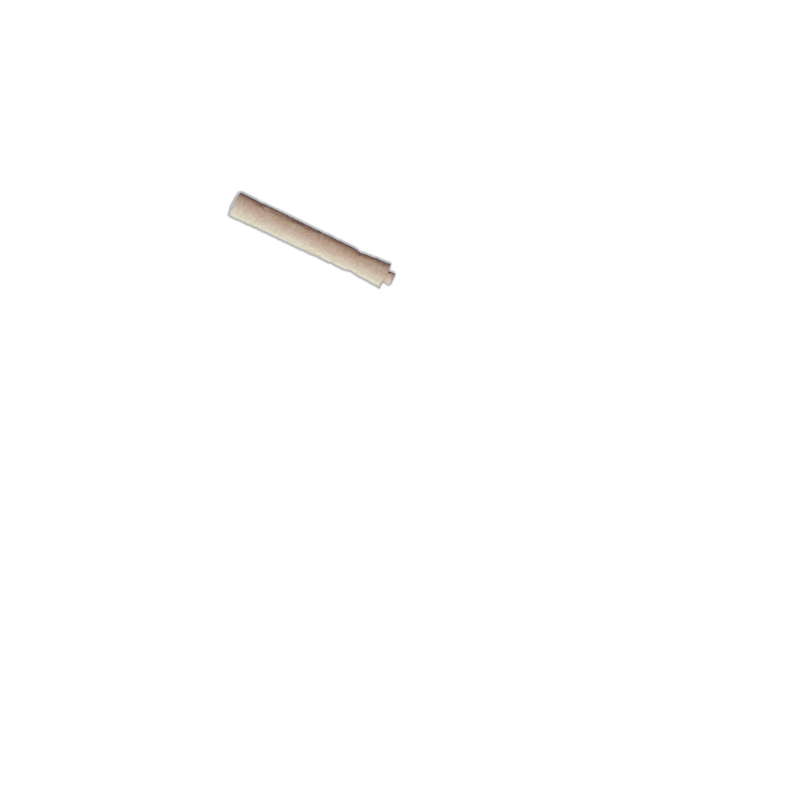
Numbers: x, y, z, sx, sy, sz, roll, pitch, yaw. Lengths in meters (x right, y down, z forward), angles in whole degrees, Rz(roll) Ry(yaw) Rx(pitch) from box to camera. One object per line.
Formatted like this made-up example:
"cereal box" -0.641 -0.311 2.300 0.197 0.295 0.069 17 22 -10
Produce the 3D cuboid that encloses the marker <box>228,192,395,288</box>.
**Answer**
"marker" -0.060 -0.109 0.761 0.121 0.020 0.020 26 3 1
